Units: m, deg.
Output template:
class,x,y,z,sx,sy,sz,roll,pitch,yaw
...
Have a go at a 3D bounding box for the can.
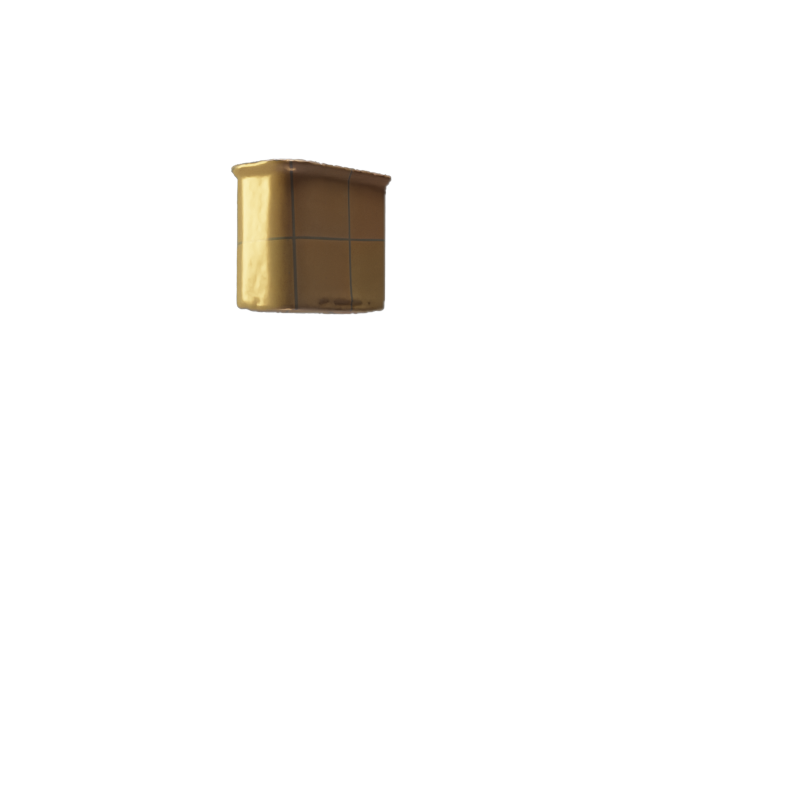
class,x,y,z,sx,sy,sz,roll,pitch,yaw
can,-0.051,-0.093,0.654,0.059,0.084,0.098,-2,-1,39
